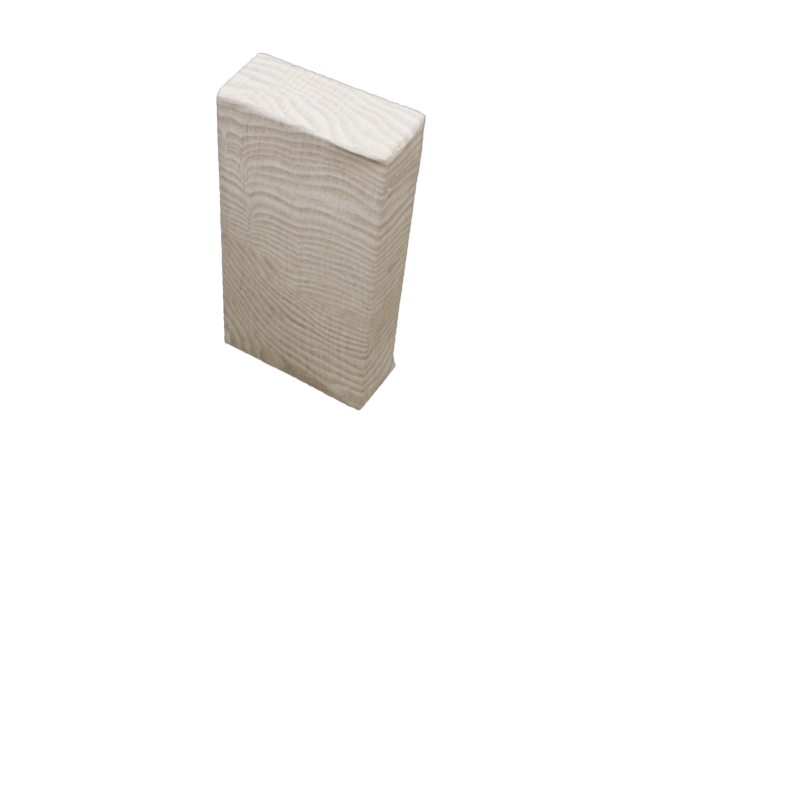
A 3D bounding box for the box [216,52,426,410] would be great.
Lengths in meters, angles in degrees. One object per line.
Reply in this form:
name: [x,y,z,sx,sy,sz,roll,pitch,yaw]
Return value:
box: [-0.044,-0.080,0.560,0.097,0.164,0.049,26,53,18]
